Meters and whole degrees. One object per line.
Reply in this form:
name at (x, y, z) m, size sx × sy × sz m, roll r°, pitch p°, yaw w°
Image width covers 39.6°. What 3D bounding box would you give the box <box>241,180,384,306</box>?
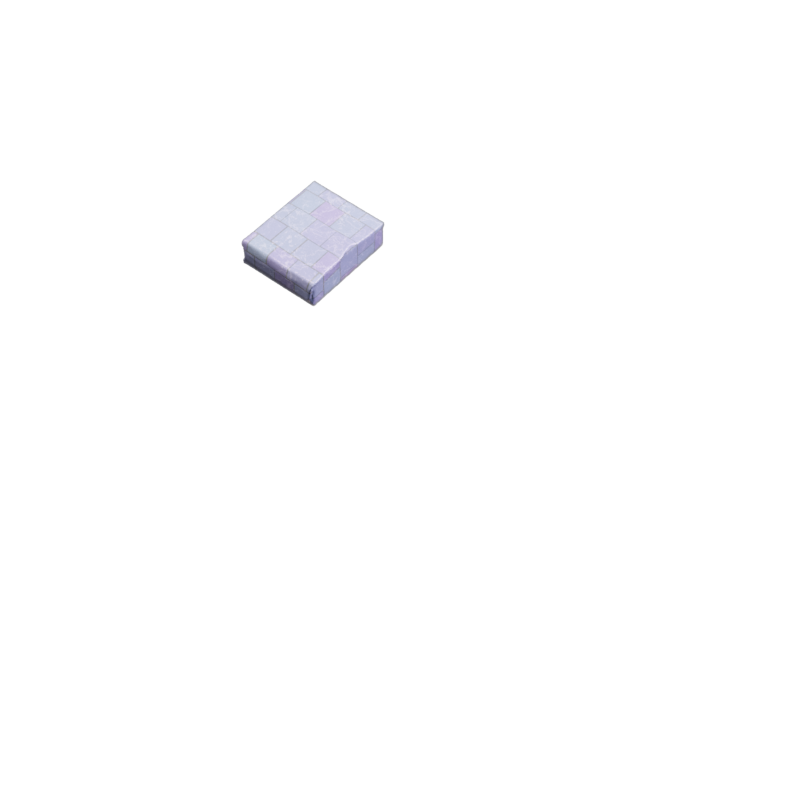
box at (-0.068, -0.123, 0.864) m, size 0.077 × 0.028 × 0.091 m, roll 32°, pitch 57°, yaw 23°
